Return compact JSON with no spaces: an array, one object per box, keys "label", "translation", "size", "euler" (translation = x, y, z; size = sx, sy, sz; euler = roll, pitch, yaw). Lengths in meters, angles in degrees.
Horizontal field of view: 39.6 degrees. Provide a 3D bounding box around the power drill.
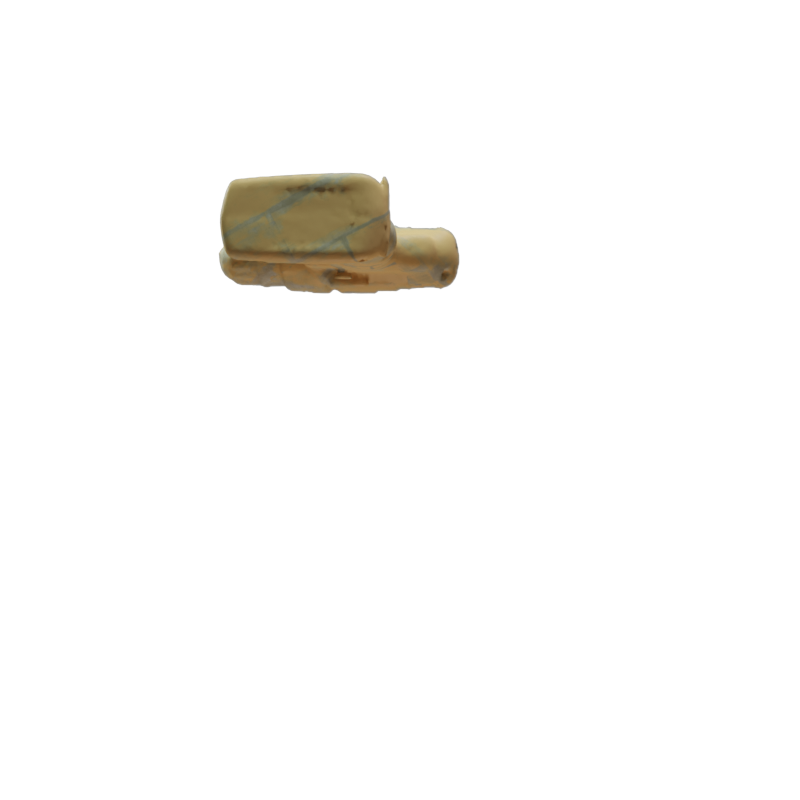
[{"label":"power drill","translation":[-0.061,-0.110,0.773],"size":[0.187,0.058,0.182],"euler":[0,-2,13]}]
